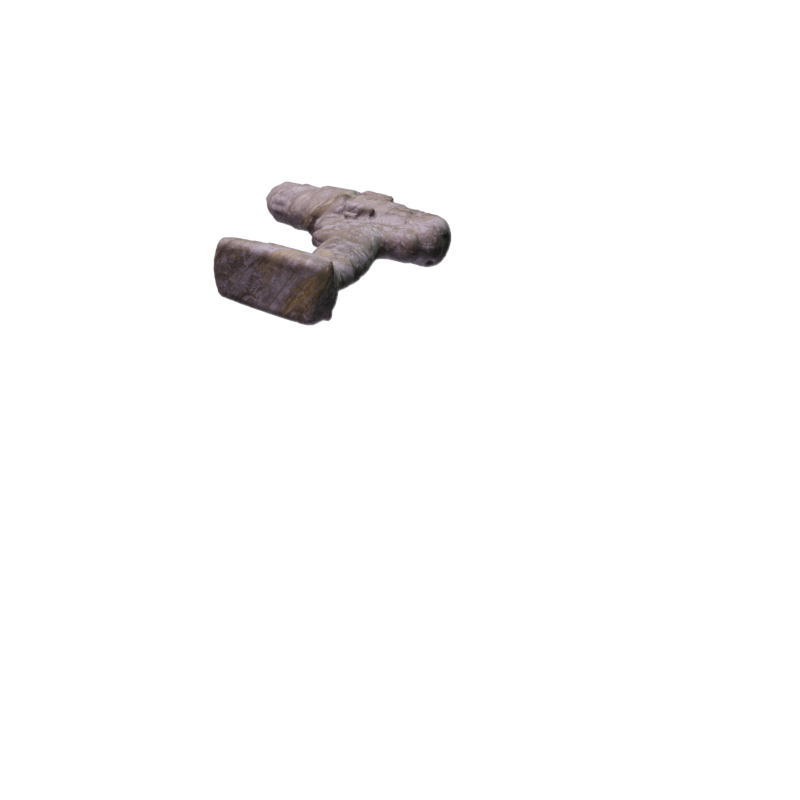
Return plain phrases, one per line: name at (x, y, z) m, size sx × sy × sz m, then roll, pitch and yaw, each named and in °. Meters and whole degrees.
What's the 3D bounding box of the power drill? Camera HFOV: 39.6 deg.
power drill at (-0.074, -0.135, 0.943) m, size 0.193 × 0.054 × 0.189 m, roll 16°, pitch 32°, yaw 27°
